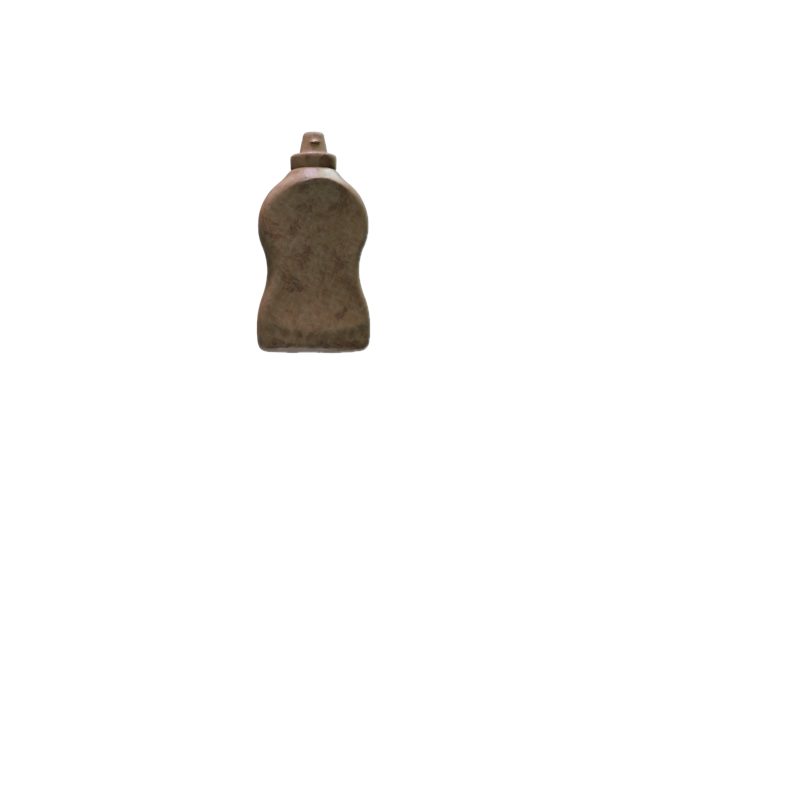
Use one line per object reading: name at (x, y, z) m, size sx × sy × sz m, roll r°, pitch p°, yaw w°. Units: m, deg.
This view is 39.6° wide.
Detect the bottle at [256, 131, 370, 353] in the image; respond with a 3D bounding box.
bottle at (-0.075, -0.138, 0.964) m, size 0.095 × 0.195 × 0.058 m, roll 1°, pitch -6°, yaw -10°
